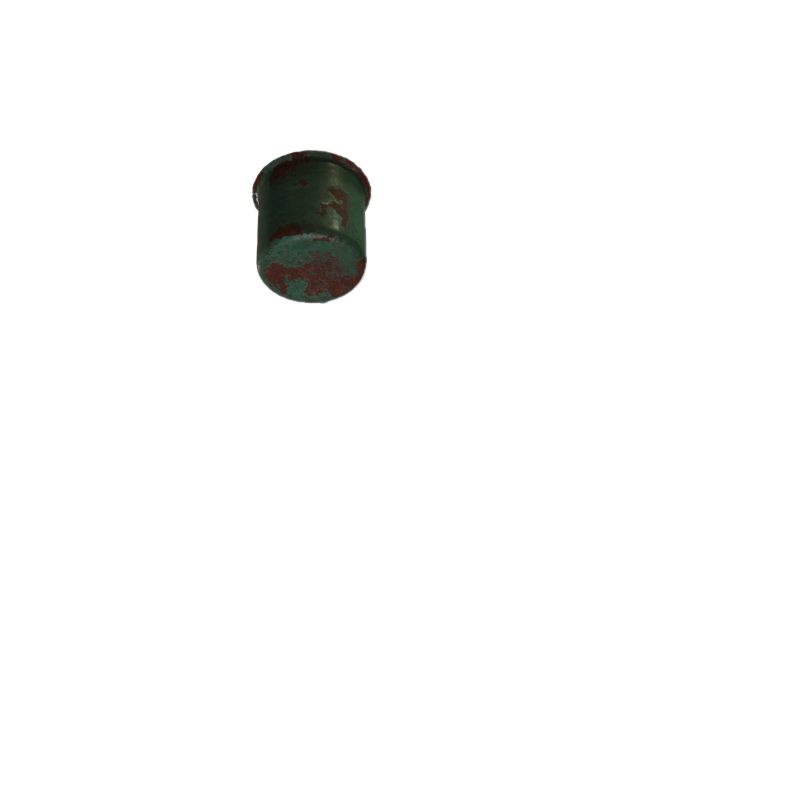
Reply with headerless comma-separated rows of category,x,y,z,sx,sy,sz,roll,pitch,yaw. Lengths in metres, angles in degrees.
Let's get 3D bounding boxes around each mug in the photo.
mug,-0.066,-0.121,0.845,0.093,0.087,0.109,-3,-39,2
